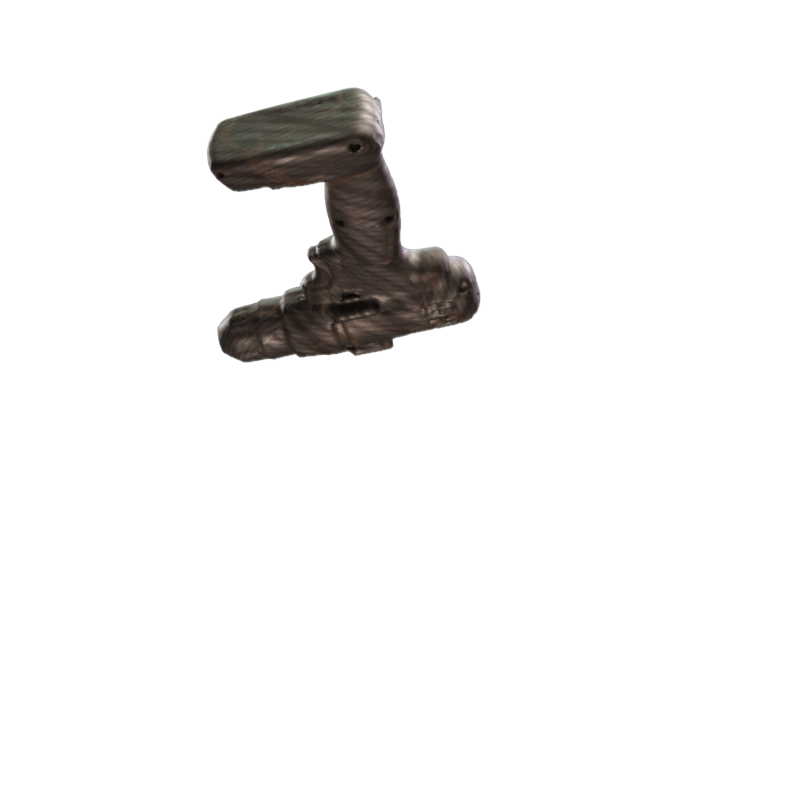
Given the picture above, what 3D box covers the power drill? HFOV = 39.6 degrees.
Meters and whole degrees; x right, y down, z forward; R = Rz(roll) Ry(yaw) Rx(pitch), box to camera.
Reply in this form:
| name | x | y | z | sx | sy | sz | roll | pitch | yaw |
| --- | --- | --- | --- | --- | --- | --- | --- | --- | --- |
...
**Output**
| name | x | y | z | sx | sy | sz | roll | pitch | yaw |
| --- | --- | --- | --- | --- | --- | --- | --- | --- | --- |
| power drill | -0.056 | -0.102 | 0.714 | 0.186 | 0.062 | 0.173 | -12 | -44 | 12 |
